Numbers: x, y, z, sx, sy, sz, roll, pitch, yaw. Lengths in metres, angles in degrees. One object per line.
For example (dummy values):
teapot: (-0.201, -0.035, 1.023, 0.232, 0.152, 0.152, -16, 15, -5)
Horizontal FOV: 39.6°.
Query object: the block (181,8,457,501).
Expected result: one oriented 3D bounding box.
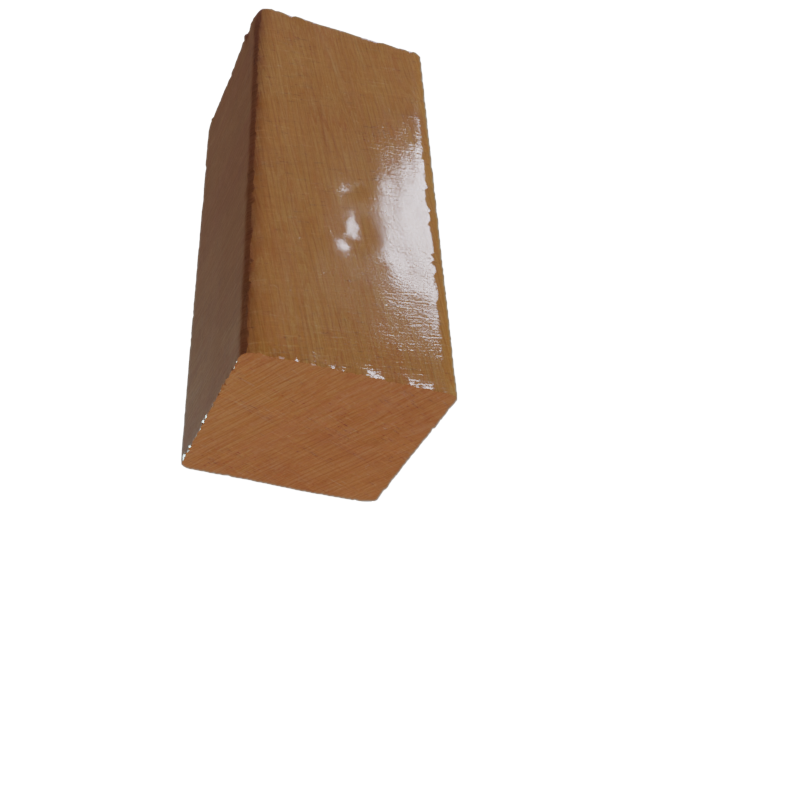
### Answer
block: (-0.041, -0.073, 0.509, 0.087, 0.221, 0.087, 12, -41, -19)
